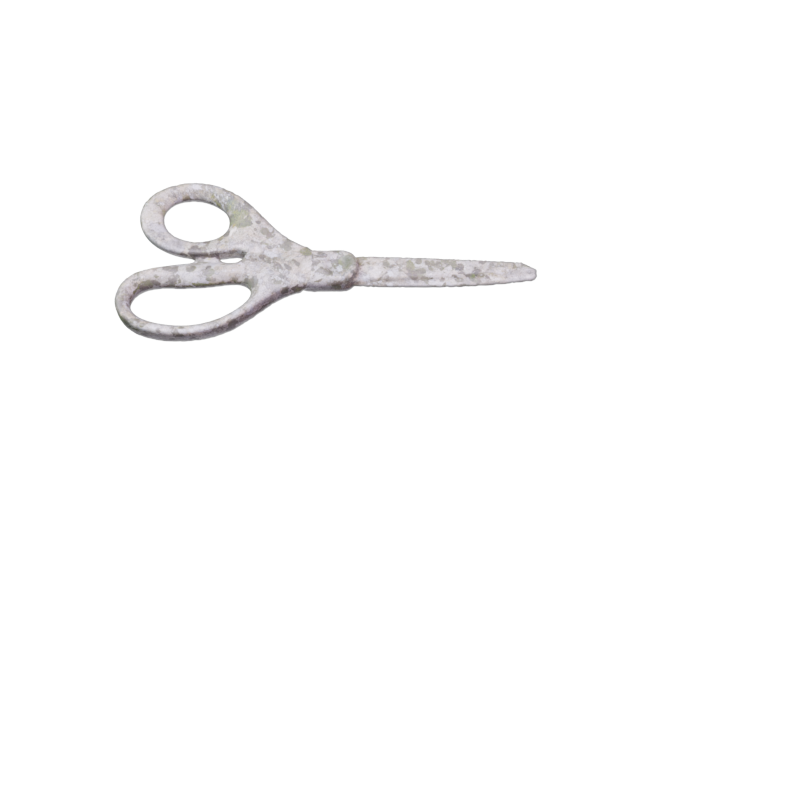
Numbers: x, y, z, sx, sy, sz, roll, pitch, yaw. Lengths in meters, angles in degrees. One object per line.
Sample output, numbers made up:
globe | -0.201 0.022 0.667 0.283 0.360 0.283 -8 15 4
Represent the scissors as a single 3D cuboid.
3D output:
scissors | -0.043 -0.079 0.551 0.200 0.103 0.015 -13 -30 -8
